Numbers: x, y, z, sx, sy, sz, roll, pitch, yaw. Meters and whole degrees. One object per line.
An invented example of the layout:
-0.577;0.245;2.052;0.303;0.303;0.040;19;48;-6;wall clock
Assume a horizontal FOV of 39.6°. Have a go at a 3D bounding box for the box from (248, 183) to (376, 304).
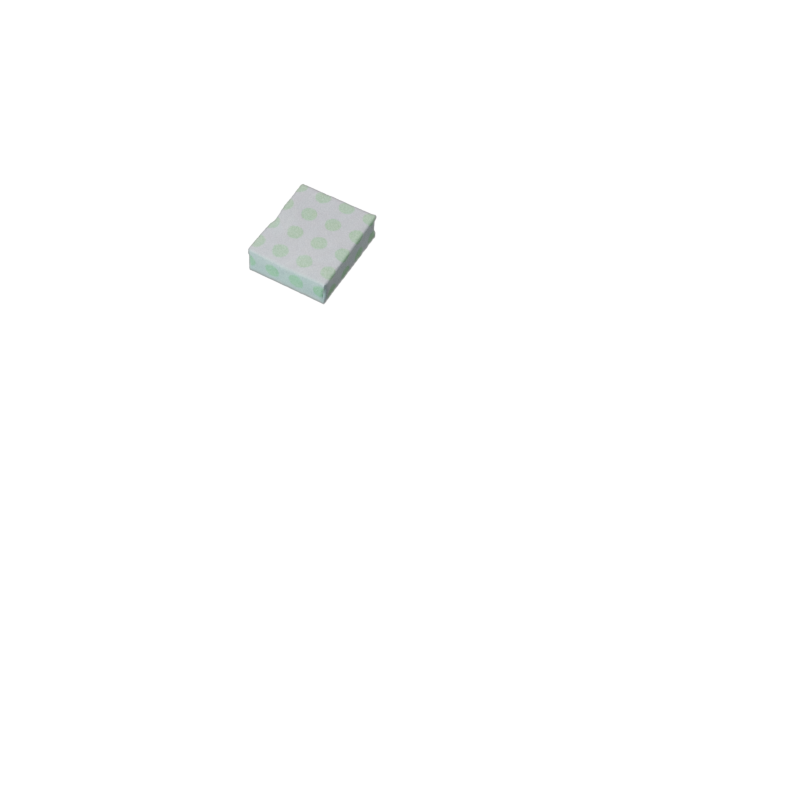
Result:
-0.072;-0.131;0.916;0.076;0.092;0.028;24;-33;17;box
